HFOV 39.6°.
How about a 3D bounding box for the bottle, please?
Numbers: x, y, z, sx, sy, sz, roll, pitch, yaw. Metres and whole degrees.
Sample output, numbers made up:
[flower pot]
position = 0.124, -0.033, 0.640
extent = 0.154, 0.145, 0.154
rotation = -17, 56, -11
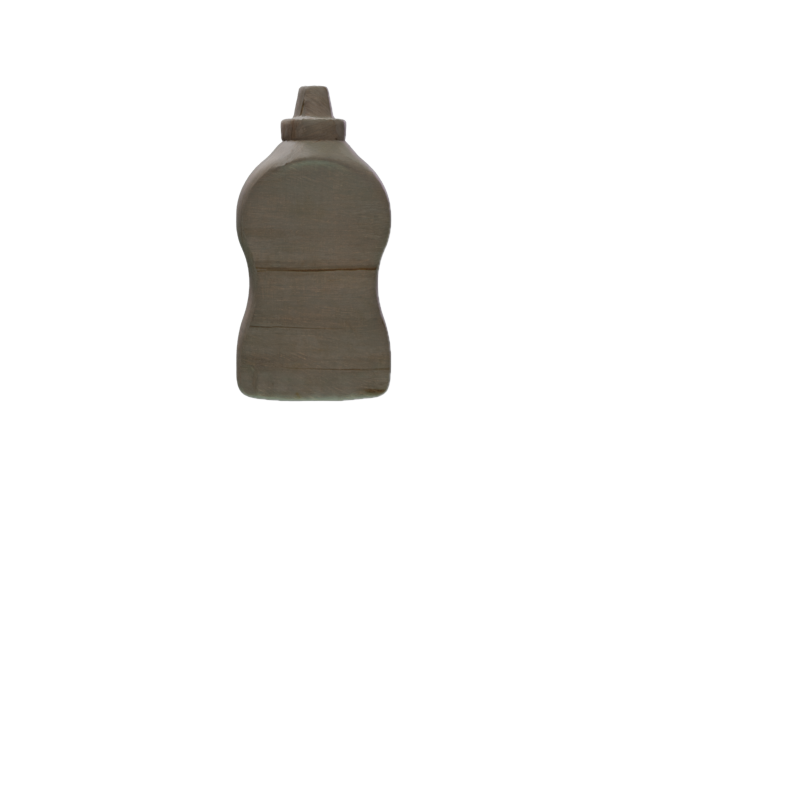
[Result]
[bottle]
position = -0.054, -0.098, 0.689
extent = 0.096, 0.190, 0.059
rotation = 0, 4, -1
